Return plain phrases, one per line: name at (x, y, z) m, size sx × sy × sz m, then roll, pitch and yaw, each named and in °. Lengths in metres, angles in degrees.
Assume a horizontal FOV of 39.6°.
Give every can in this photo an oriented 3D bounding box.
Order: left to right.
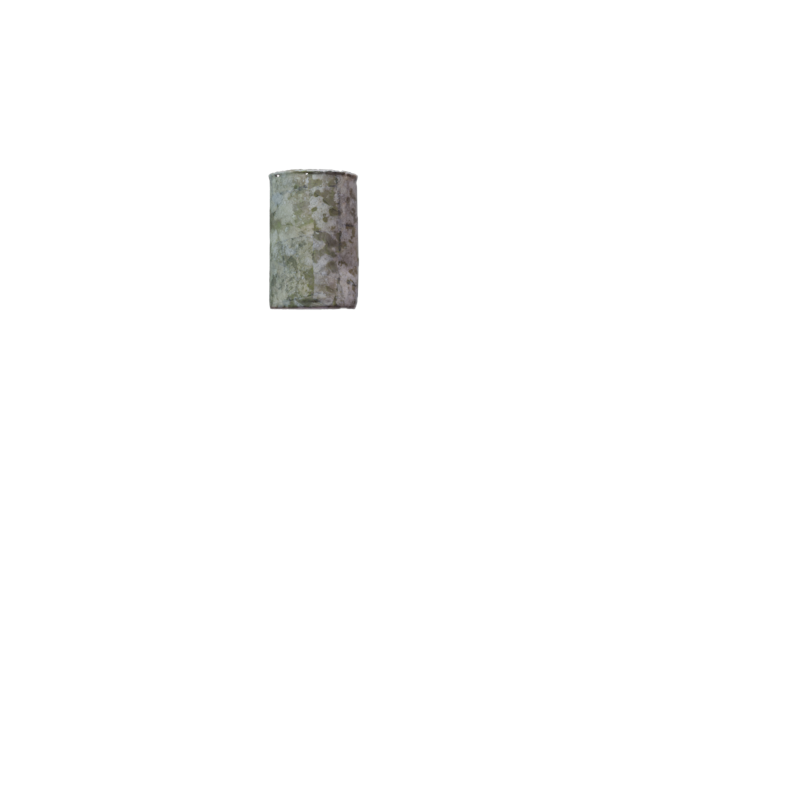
can at (-0.066, -0.120, 0.838) m, size 0.068 × 0.103 × 0.068 m, roll 0°, pitch -1°, yaw -2°
